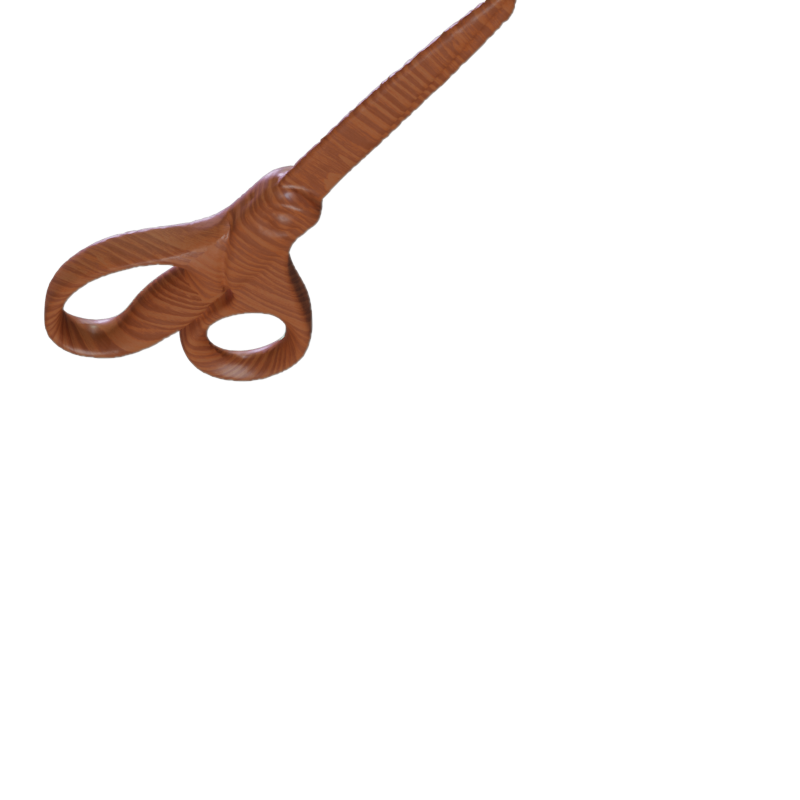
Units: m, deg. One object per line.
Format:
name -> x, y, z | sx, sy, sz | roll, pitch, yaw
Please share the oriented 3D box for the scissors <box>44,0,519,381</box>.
scissors -> -0.026, -0.047, 0.329 | 0.203, 0.017, 0.090 | -20, -34, 34
